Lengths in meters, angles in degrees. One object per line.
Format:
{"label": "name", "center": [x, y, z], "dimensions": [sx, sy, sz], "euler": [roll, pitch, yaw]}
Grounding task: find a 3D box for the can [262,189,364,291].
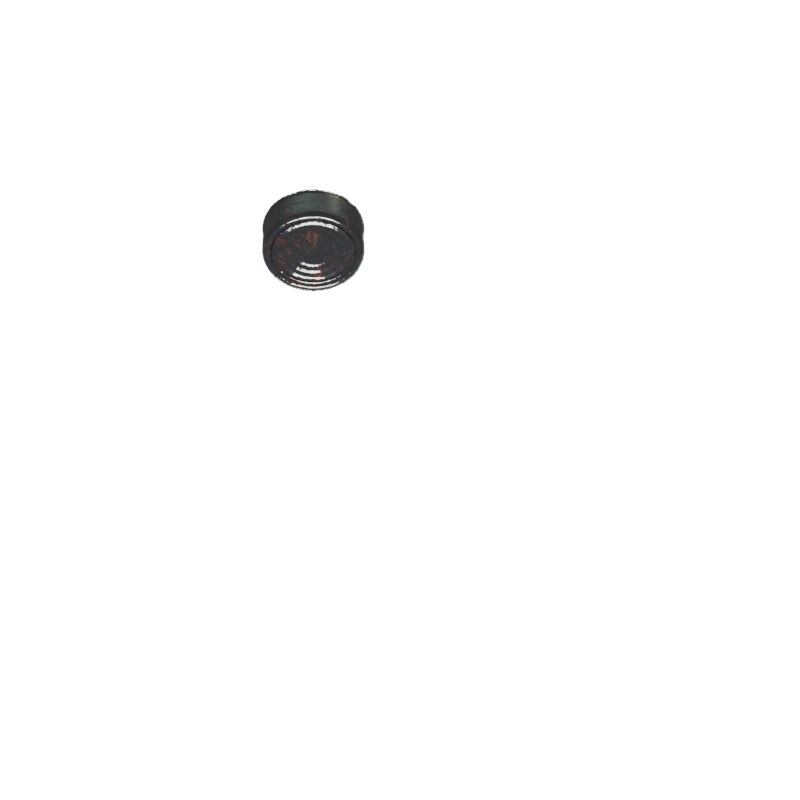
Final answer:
{"label": "can", "center": [-0.072, -0.132, 0.922], "dimensions": [0.086, 0.080, 0.036], "euler": [1, 44, -1]}
